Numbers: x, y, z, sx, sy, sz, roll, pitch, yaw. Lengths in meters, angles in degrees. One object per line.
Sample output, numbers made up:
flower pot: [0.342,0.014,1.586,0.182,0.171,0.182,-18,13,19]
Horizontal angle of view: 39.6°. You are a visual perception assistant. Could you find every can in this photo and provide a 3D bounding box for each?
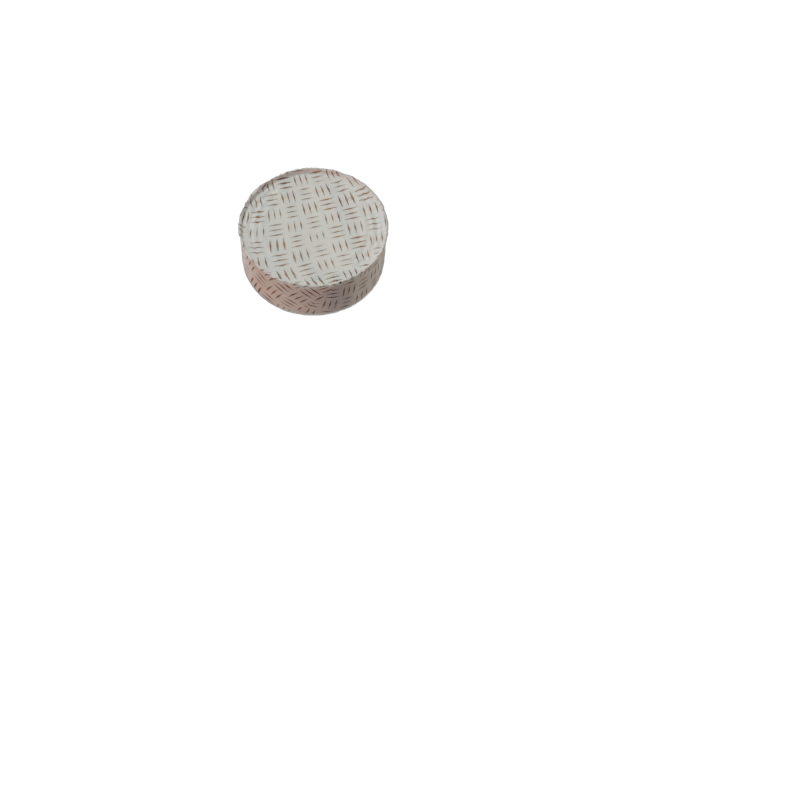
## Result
can: [-0.050,-0.092,0.645,0.086,0.092,0.031,-1,-34,-1]
